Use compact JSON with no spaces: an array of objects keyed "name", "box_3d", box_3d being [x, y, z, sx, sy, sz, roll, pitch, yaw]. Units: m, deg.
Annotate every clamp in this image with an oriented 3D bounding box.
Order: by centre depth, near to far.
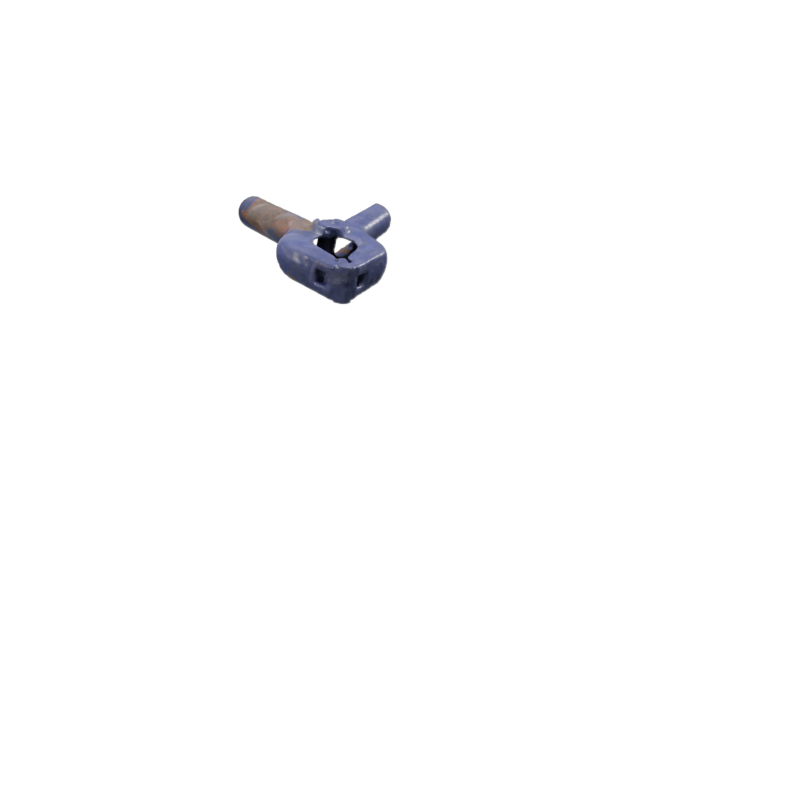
[{"name":"clamp","box_3d":[-0.064,-0.116,0.816,0.120,0.037,0.179,0,23,-1]}]
